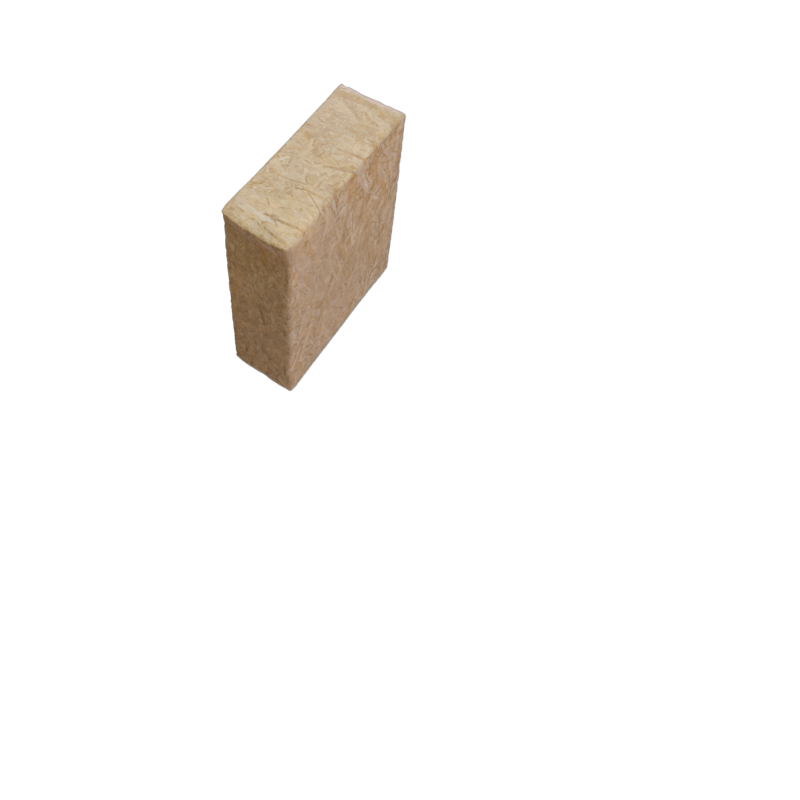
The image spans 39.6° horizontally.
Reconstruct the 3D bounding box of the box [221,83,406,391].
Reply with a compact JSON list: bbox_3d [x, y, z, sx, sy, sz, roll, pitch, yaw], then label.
[{"bbox_3d":[-0.072,-0.132,0.925,0.074,0.169,0.200,29,-29,13],"label":"box"}]
